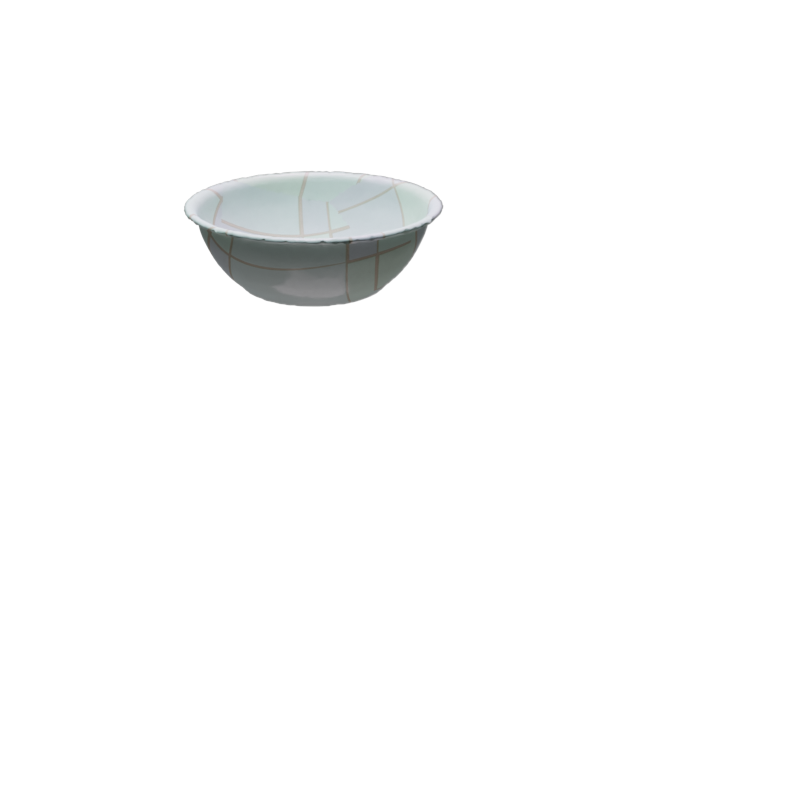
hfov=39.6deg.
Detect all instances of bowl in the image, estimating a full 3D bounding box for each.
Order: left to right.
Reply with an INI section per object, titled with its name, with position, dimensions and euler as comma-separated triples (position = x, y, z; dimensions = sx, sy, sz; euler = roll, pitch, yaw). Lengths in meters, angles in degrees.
[bowl]
position = -0.055, -0.100, 0.703
dimensions = 0.162, 0.052, 0.170
euler = -1, 24, -2
